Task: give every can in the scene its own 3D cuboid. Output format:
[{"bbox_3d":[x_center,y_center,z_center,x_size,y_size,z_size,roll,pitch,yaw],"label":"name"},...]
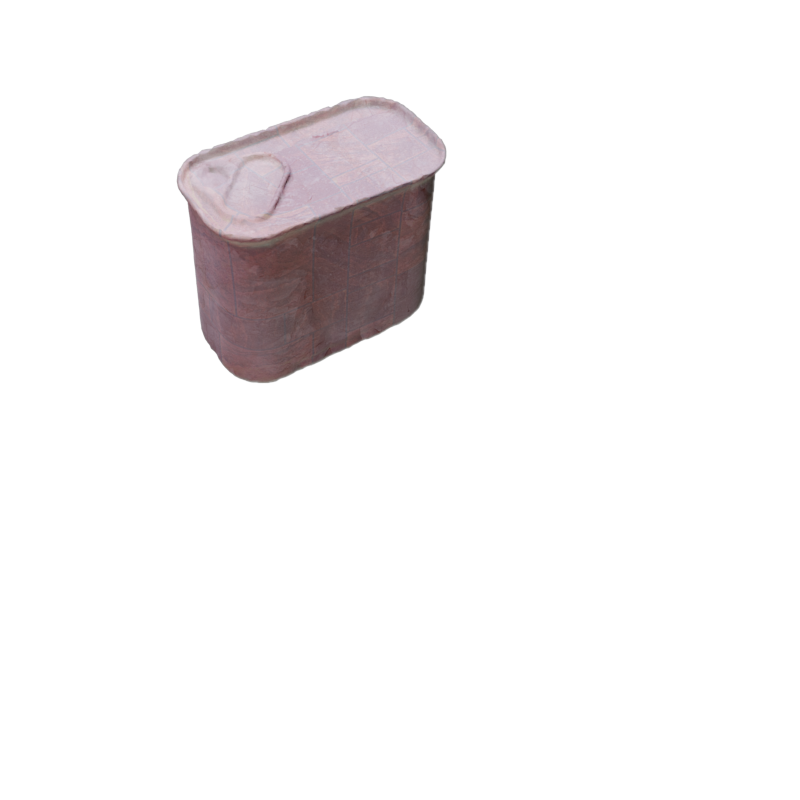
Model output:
[{"bbox_3d":[-0.035,-0.064,0.450,0.101,0.078,0.062,-24,52,-23],"label":"can"}]
